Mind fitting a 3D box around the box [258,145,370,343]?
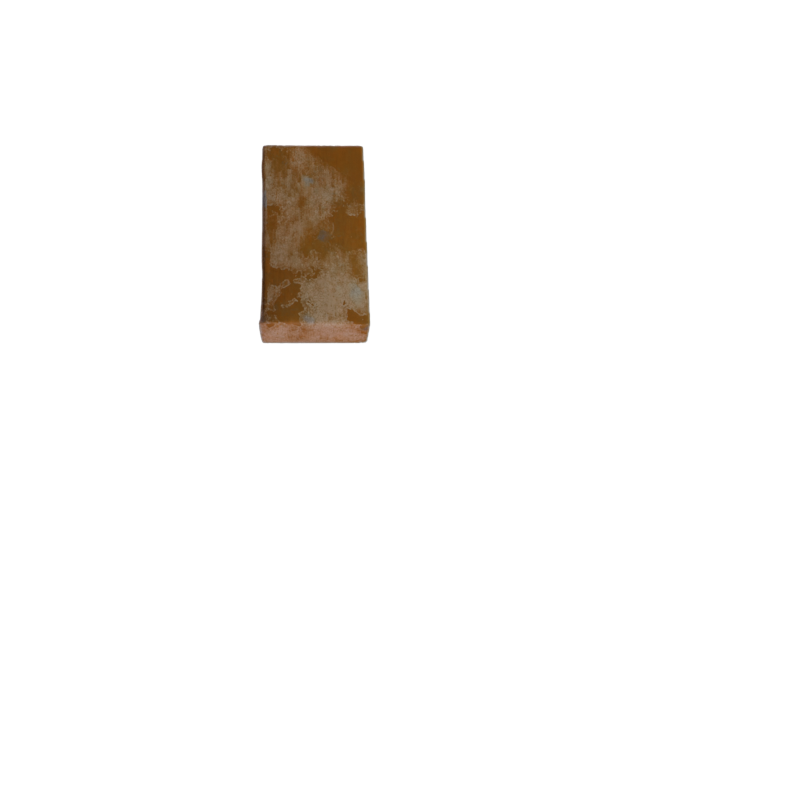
[{"bbox_3d":[-0.076,-0.138,0.967,0.093,0.187,0.045,0,-28,-3],"label":"box"}]
